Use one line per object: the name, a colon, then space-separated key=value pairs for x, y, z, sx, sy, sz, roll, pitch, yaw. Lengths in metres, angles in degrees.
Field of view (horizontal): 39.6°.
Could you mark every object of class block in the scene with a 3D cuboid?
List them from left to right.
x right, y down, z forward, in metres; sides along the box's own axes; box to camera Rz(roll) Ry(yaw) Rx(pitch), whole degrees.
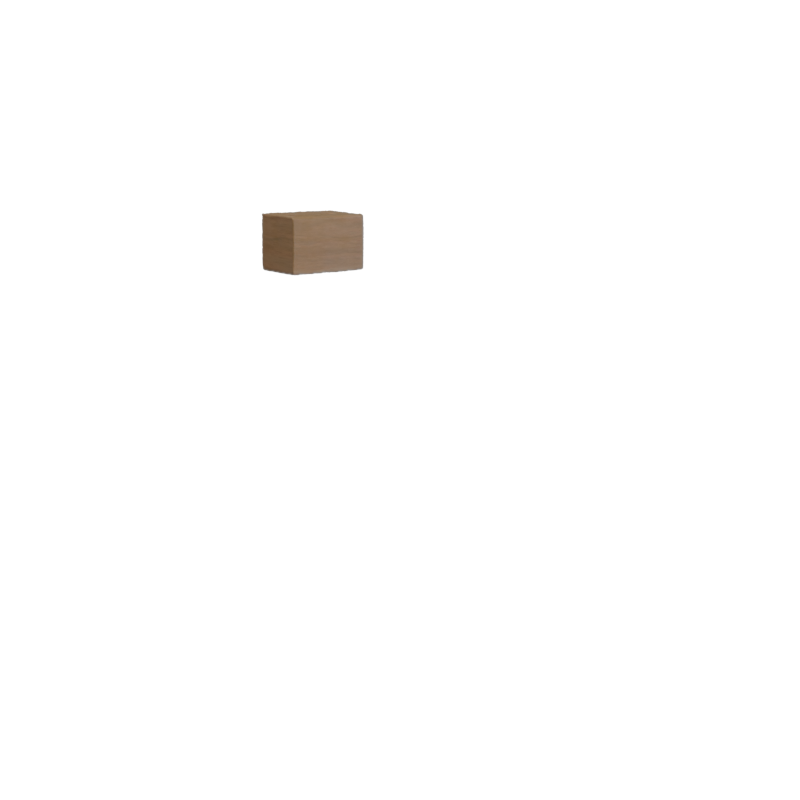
block: x=-0.078 y=-0.141 z=0.991 sx=0.076 sy=0.050 sz=0.055 roll=-8 pitch=12 yaw=-36
